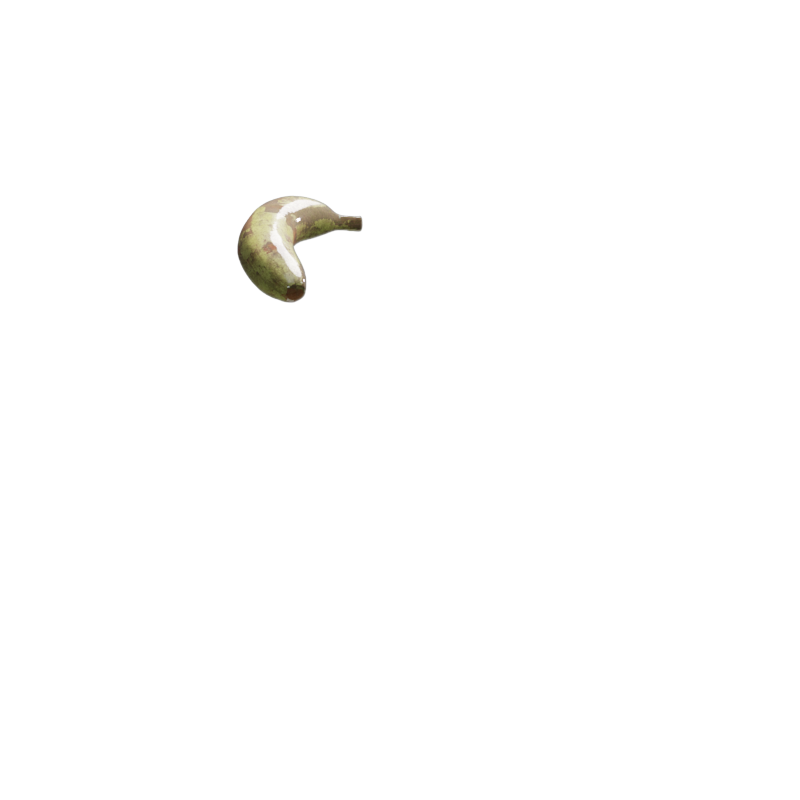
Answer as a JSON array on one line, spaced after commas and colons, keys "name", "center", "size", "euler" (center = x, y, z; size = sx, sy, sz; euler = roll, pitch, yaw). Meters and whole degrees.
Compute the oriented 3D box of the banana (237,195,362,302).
[{"name": "banana", "center": [-0.077, -0.112, 0.767], "size": [0.071, 0.035, 0.203], "euler": [4, 23, 9]}]
